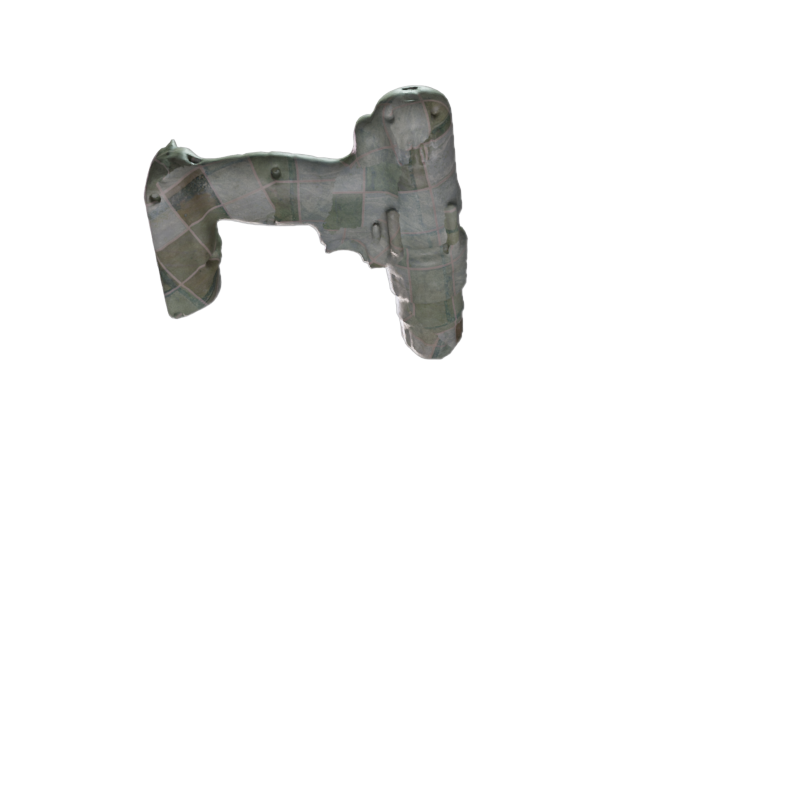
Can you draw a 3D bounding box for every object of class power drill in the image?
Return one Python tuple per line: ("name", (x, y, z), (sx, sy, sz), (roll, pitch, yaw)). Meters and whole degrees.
("power drill", (-0.053, -0.097, 0.679), (0.188, 0.173, 0.061), (-5, 31, 3))
